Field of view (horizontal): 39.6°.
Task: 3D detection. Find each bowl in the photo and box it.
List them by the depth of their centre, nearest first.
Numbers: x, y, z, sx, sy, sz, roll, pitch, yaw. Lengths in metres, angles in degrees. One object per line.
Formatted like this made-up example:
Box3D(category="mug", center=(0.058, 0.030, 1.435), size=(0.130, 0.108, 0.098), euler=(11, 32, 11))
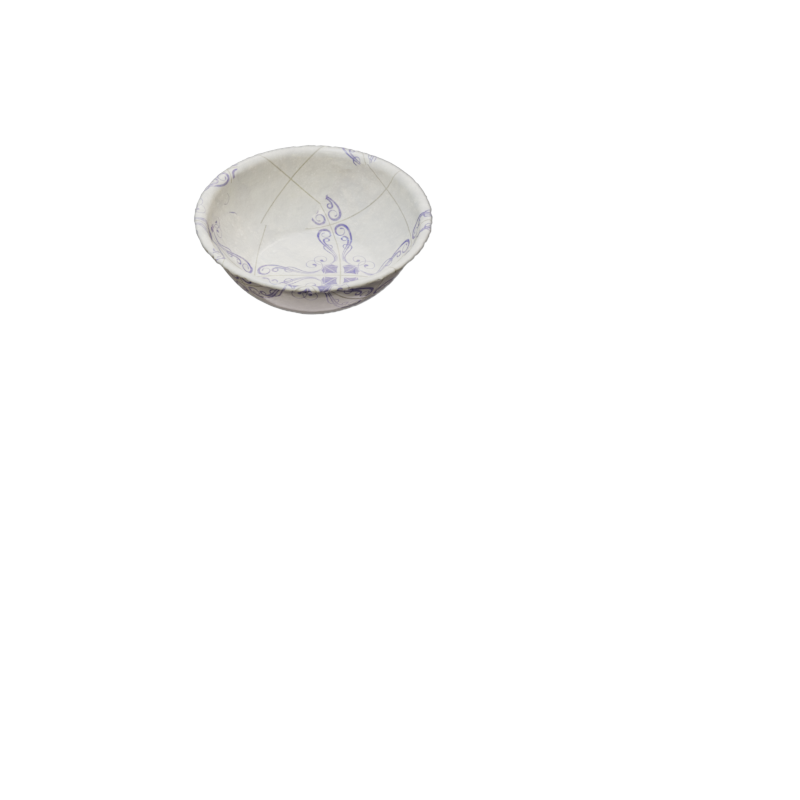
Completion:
Box3D(category="bowl", center=(-0.060, -0.110, 0.768), size=(0.162, 0.051, 0.174), euler=(-1, 43, -1))
